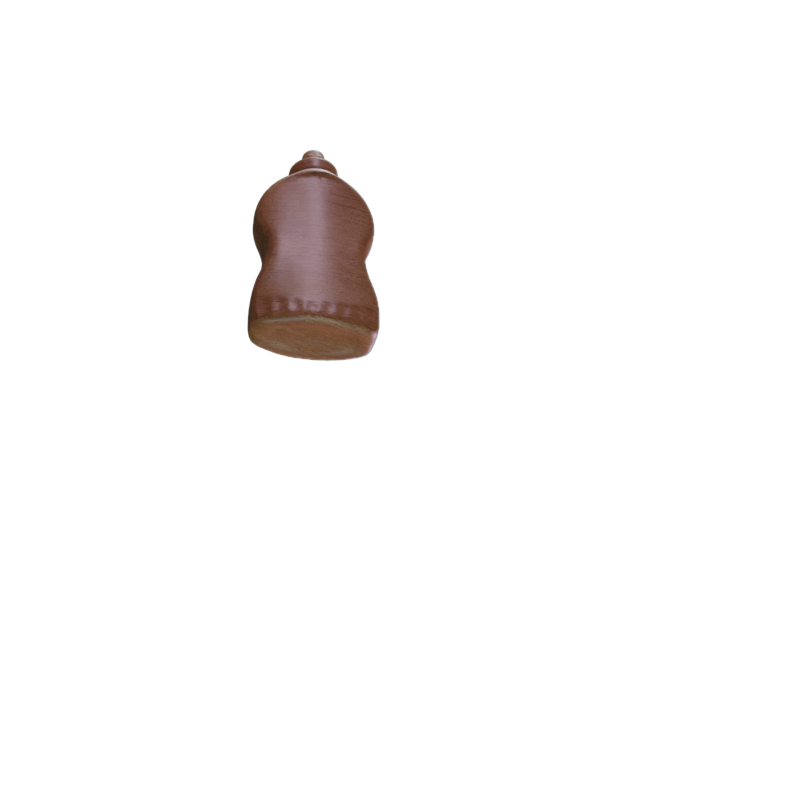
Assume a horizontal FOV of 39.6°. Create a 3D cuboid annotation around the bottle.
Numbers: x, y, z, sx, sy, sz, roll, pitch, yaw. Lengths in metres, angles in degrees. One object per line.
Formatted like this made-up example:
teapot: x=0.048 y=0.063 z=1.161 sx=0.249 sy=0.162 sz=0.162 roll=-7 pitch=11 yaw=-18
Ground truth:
bottle: x=-0.068 y=-0.124 z=0.870 sx=0.095 sy=0.206 sz=0.055 roll=4 pitch=-38 yaw=-9
